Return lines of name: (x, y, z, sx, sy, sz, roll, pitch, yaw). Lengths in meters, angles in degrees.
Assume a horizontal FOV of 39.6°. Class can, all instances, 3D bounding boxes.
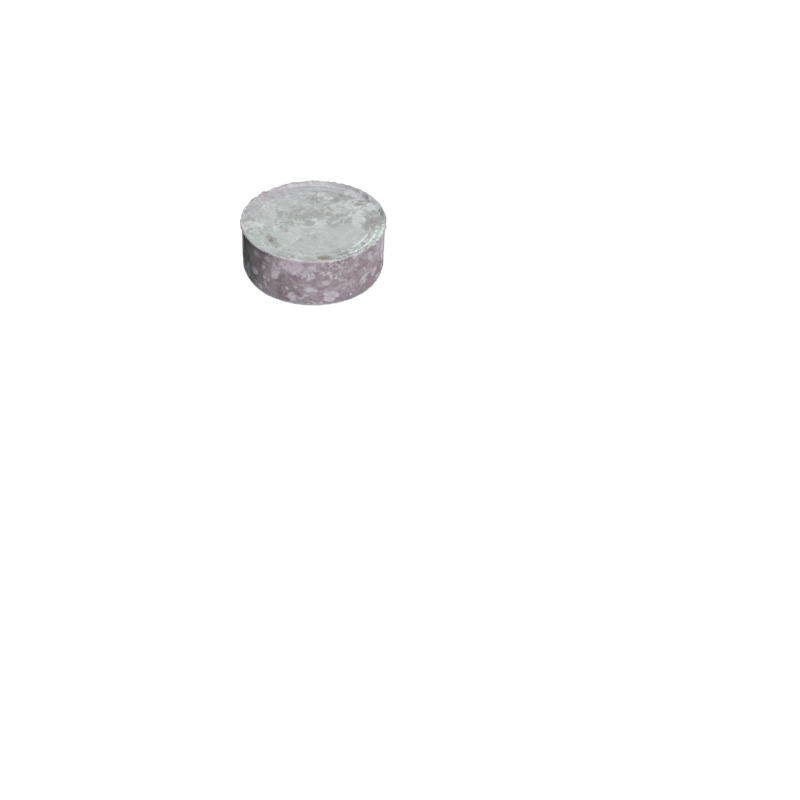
can: (-0.051, -0.094, 0.658, 0.086, 0.031, 0.092, -1, 40, -2)
